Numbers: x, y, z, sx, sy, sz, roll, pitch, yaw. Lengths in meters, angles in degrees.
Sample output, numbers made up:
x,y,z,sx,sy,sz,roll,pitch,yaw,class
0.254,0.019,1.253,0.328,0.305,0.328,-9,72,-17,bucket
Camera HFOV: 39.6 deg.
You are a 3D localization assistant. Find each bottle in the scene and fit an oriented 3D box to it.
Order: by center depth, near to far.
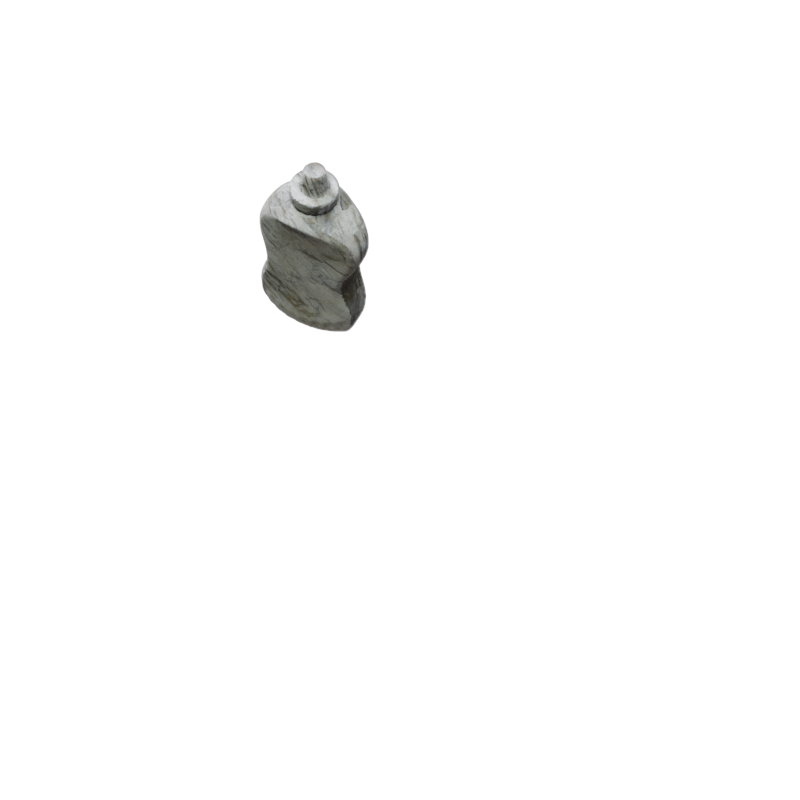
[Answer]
x,y,z,sx,sy,sz,roll,pitch,yaw,class
-0.075,-0.137,0.955,0.099,0.060,0.180,29,-28,13,bottle
